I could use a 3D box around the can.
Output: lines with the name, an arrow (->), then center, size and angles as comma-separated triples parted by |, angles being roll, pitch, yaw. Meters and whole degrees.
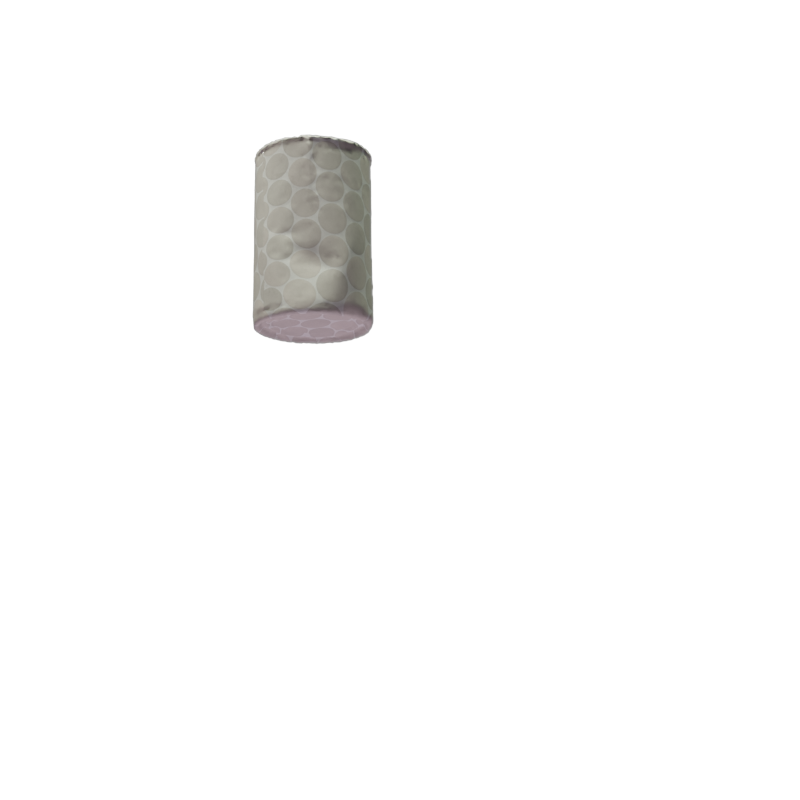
can -> -0.049, -0.089, 0.624 | 0.068, 0.107, 0.066 | 0, -17, -2
